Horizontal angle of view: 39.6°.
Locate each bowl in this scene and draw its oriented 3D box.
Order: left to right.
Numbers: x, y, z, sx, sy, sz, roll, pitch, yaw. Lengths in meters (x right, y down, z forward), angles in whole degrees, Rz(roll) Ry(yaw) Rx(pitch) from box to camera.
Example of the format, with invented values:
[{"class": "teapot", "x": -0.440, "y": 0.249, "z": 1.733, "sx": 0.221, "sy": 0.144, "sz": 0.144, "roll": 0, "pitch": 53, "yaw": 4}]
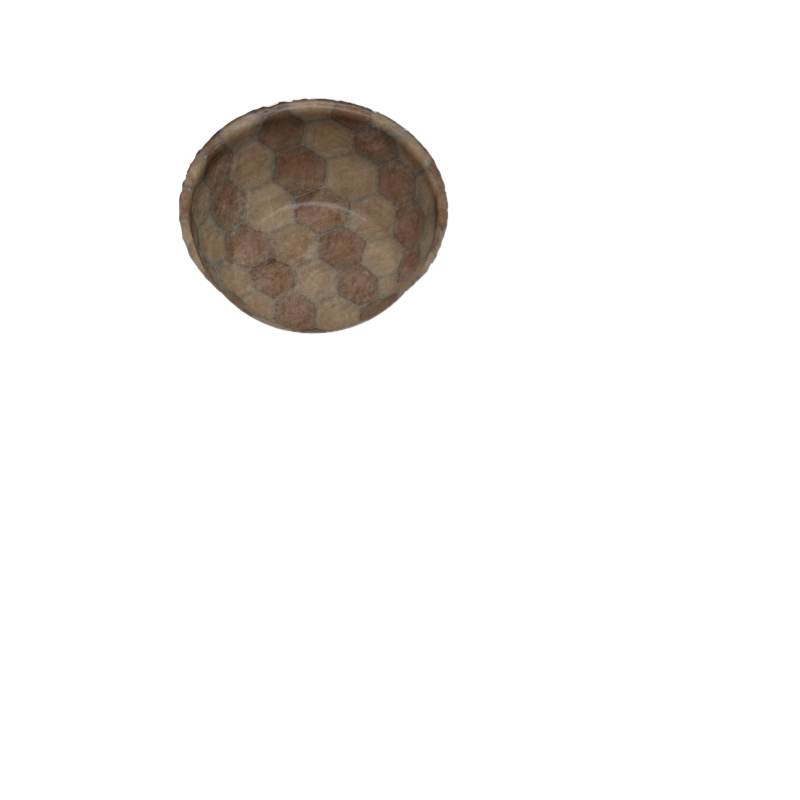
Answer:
[{"class": "bowl", "x": -0.050, "y": -0.092, "z": 0.645, "sx": 0.162, "sy": 0.151, "sz": 0.059, "roll": 1, "pitch": 38, "yaw": -1}]
